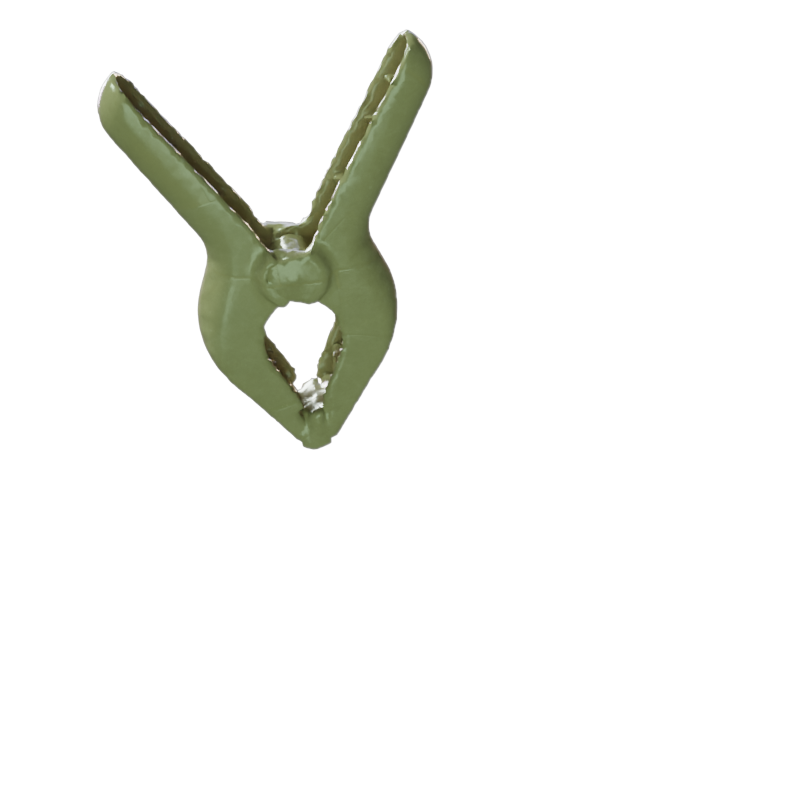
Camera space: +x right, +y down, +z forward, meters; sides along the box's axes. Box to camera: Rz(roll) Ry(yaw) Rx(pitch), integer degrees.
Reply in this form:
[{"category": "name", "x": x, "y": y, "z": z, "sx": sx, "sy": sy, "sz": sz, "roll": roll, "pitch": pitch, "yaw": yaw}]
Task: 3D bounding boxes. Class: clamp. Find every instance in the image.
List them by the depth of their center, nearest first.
[{"category": "clamp", "x": -0.034, "y": -0.061, "z": 0.429, "sx": 0.121, "sy": 0.160, "sz": 0.042, "roll": -12, "pitch": 31, "yaw": 7}]
